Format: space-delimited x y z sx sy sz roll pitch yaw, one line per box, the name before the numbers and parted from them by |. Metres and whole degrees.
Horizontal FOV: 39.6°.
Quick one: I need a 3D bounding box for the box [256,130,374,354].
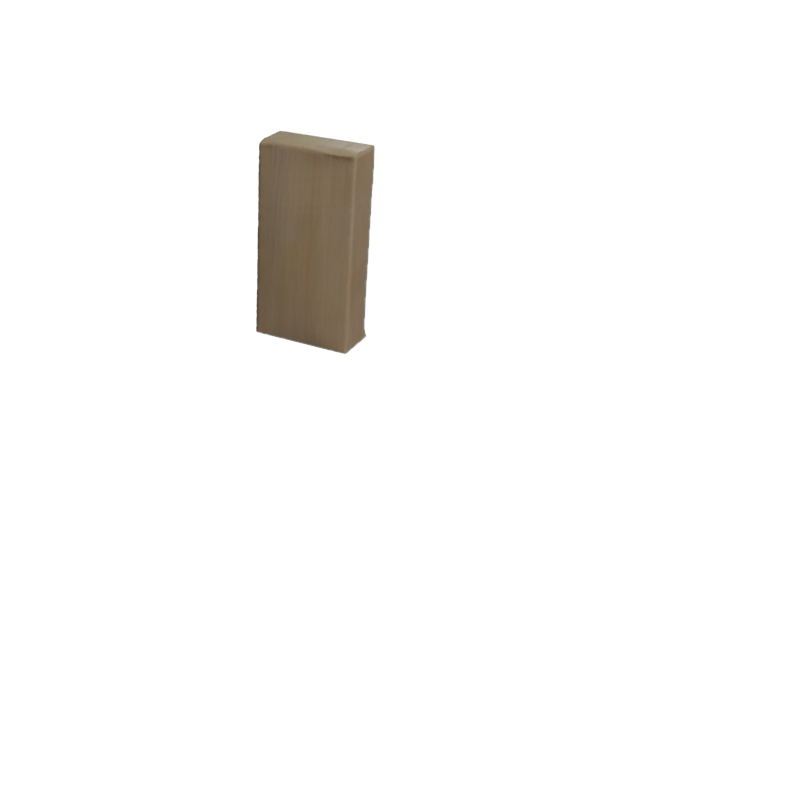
box | -0.074 -0.135 0.945 0.097 0.168 0.048 13 25 24
